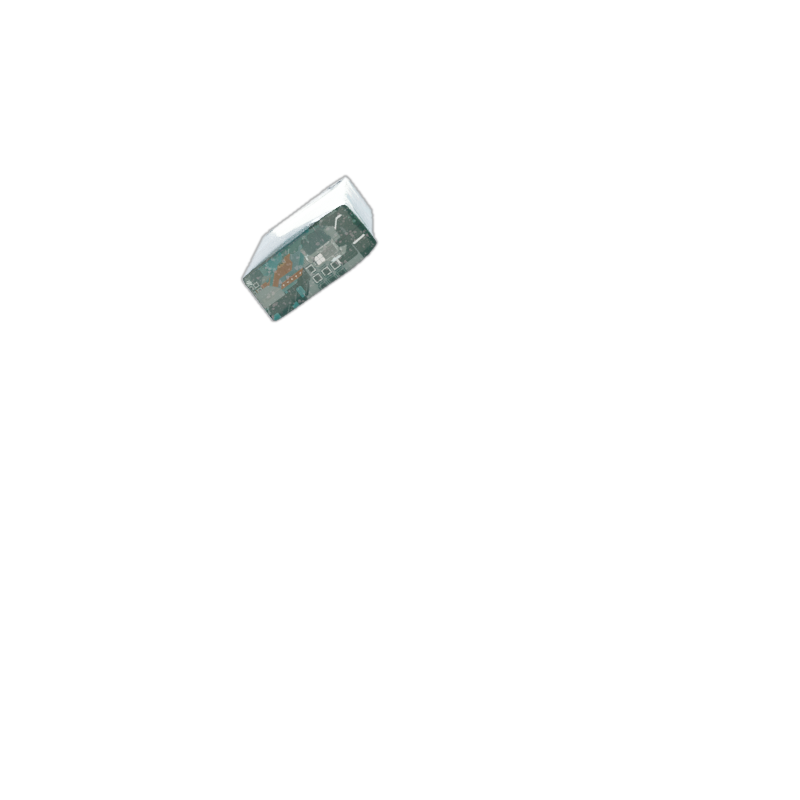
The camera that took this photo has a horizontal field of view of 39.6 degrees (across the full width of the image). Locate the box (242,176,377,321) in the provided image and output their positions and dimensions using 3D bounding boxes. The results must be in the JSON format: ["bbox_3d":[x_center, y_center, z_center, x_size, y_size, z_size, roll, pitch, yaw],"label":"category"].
[{"bbox_3d":[-0.067,-0.122,0.851,0.093,0.046,0.183,-35,17,7],"label":"box"}]
